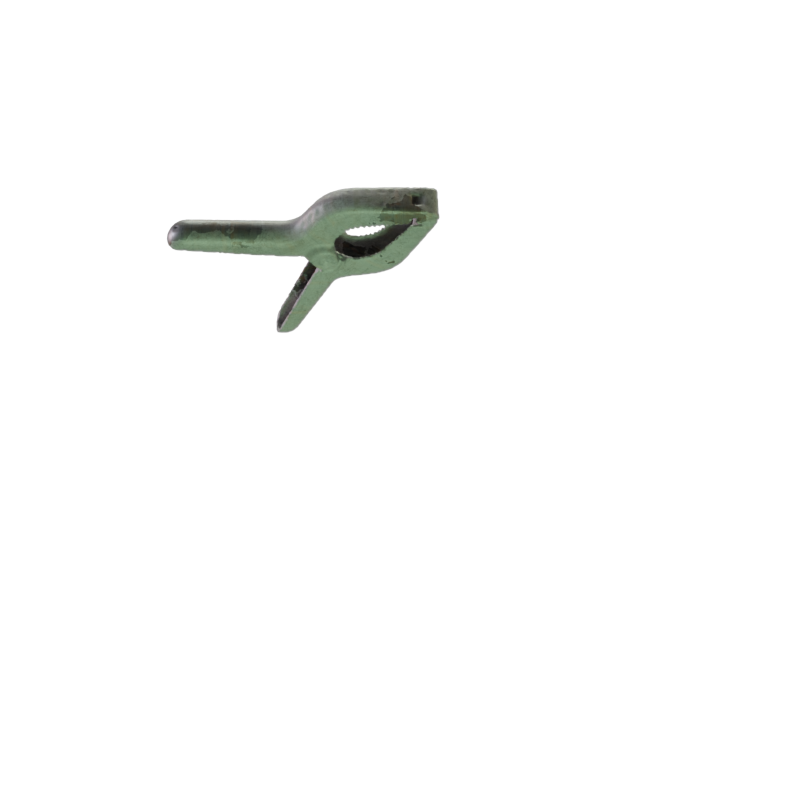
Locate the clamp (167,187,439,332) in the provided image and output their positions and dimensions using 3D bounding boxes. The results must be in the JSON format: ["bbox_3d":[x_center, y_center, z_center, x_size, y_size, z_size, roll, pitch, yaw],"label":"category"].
[{"bbox_3d":[-0.069,-0.126,0.884,0.211,0.039,0.153,-22,-37,32],"label":"clamp"}]
